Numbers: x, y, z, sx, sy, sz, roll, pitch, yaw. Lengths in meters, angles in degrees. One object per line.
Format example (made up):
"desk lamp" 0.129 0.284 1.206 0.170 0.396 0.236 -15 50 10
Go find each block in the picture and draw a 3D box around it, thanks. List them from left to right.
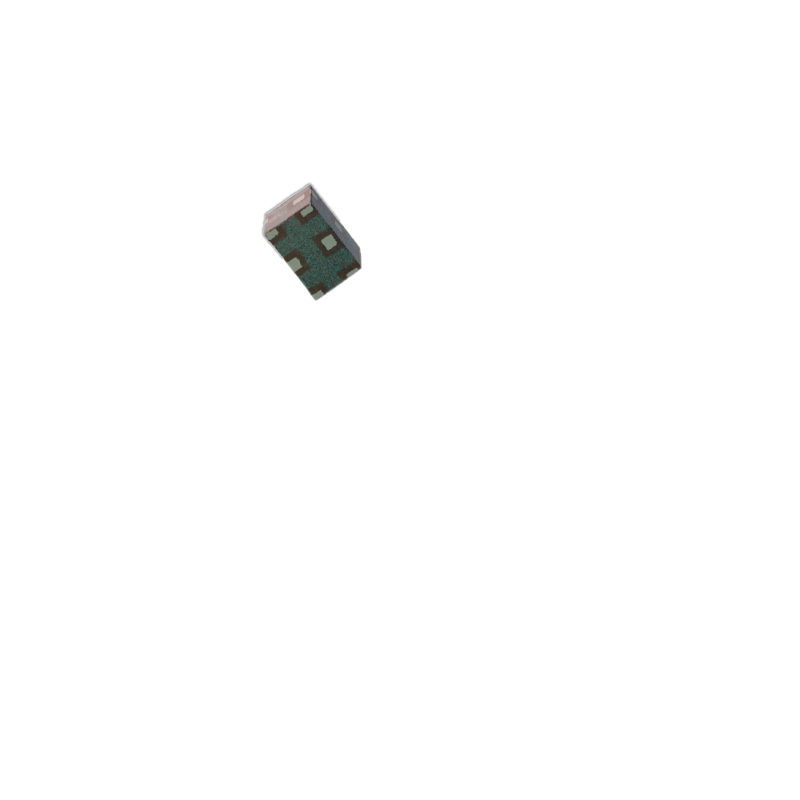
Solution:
"block" -0.076 -0.139 0.973 0.052 0.074 0.054 -33 20 12
